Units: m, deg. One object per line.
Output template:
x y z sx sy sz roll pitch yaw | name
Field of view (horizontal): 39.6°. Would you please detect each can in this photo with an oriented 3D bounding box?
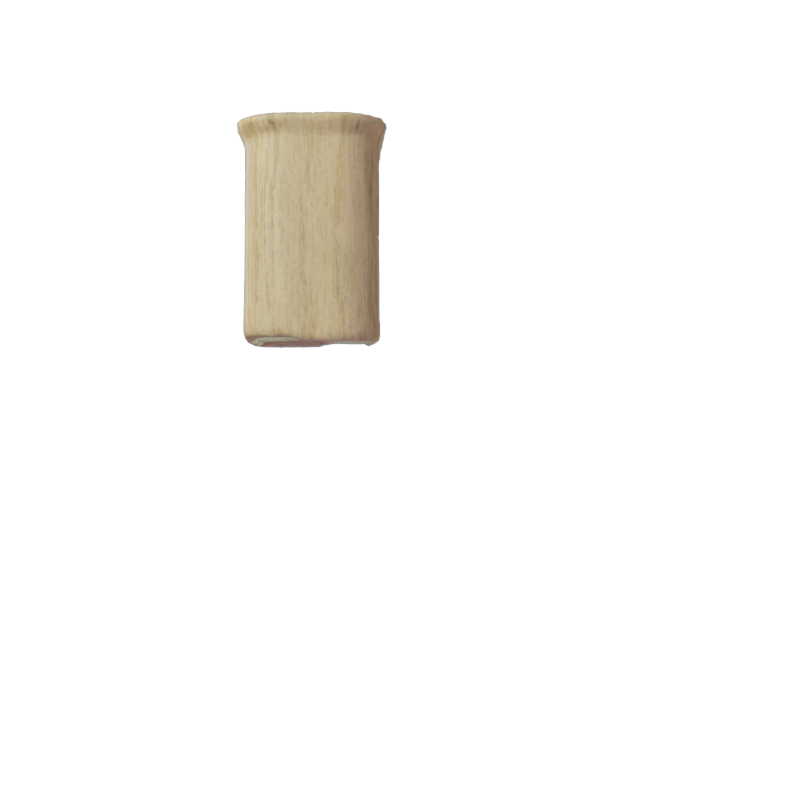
-0.035 -0.064 0.451 0.057 0.085 0.101 0 -2 -2 | can
